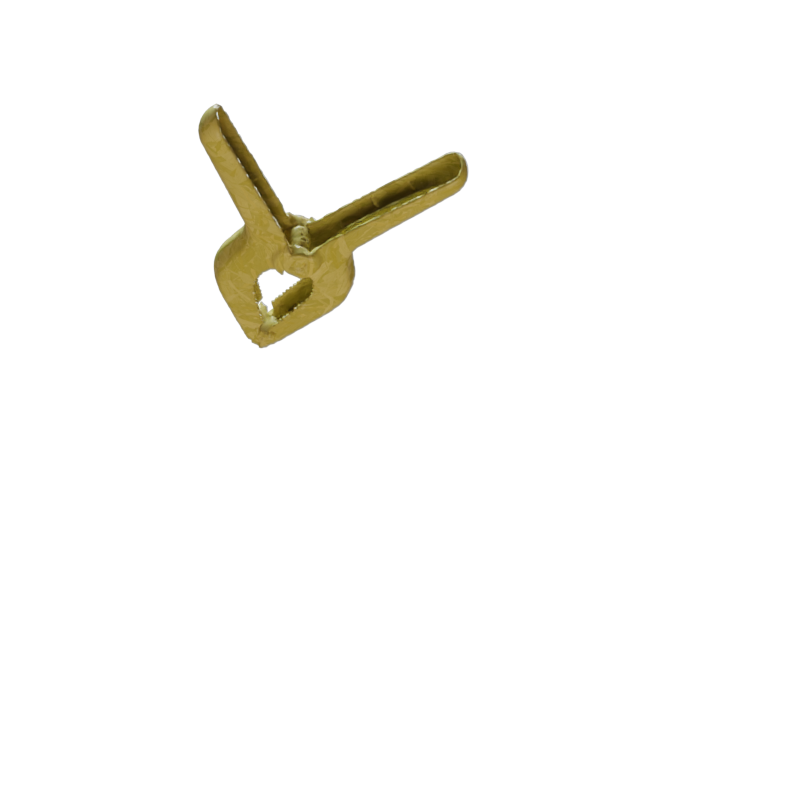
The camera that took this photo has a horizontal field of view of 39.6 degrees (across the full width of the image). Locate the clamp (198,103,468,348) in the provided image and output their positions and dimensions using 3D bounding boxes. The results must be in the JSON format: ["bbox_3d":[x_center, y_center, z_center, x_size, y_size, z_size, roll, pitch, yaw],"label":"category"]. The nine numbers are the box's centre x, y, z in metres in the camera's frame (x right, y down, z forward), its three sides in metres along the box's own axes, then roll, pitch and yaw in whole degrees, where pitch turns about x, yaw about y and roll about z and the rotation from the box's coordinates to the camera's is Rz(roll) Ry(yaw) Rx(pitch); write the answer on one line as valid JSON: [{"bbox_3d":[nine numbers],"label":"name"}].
[{"bbox_3d":[-0.056,-0.103,0.719,0.162,0.039,0.199,7,-36,-10],"label":"clamp"}]
